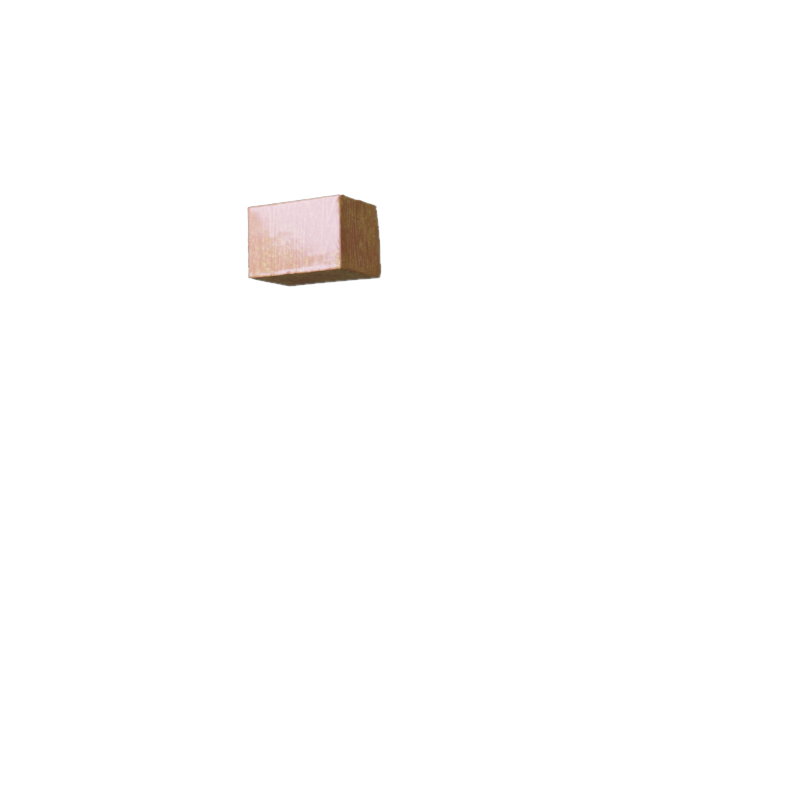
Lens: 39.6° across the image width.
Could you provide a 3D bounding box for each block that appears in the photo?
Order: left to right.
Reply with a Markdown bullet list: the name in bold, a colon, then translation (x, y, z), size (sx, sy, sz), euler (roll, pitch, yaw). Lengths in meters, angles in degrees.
- **block**: translation (-0.059, -0.108, 0.759), size (0.080, 0.052, 0.050), euler (-3, -6, 30)
